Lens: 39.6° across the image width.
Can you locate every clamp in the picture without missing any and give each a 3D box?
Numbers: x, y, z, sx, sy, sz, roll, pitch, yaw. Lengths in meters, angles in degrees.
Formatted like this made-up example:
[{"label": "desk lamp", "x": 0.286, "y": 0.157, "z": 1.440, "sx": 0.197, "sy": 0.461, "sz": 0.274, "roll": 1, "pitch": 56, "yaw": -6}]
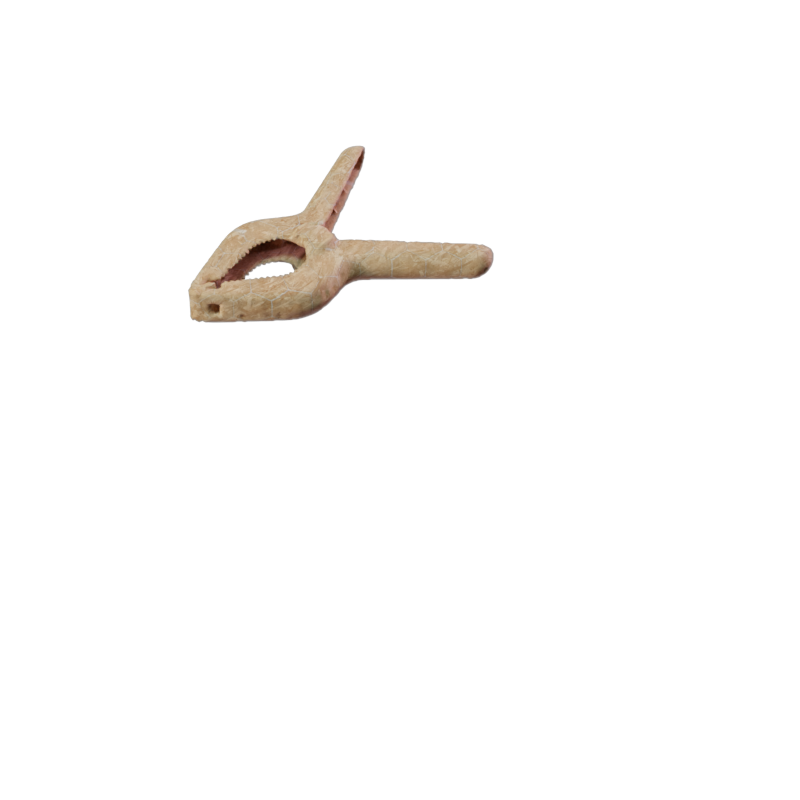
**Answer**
[{"label": "clamp", "x": -0.063, "y": -0.114, "z": 0.798, "sx": 0.208, "sy": 0.034, "sz": 0.178, "roll": -22, "pitch": 48, "yaw": -21}]
